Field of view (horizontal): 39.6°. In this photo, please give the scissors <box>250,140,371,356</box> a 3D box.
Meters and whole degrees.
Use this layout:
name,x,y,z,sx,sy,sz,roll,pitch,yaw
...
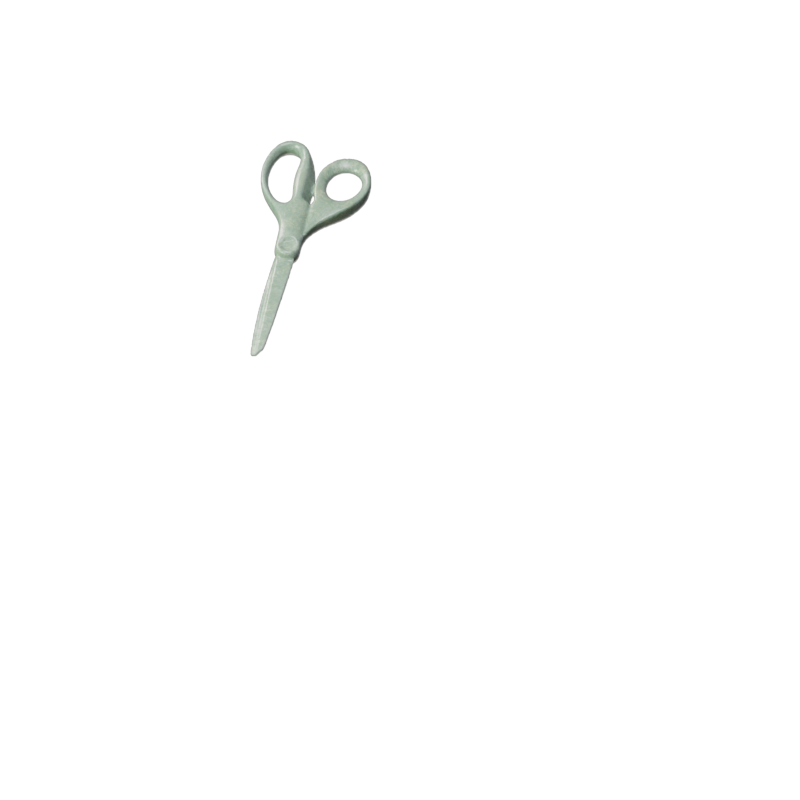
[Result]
name,x,y,z,sx,sy,sz,roll,pitch,yaw
scissors,-0.065,-0.119,0.836,0.096,0.217,0.015,-4,-36,-3
